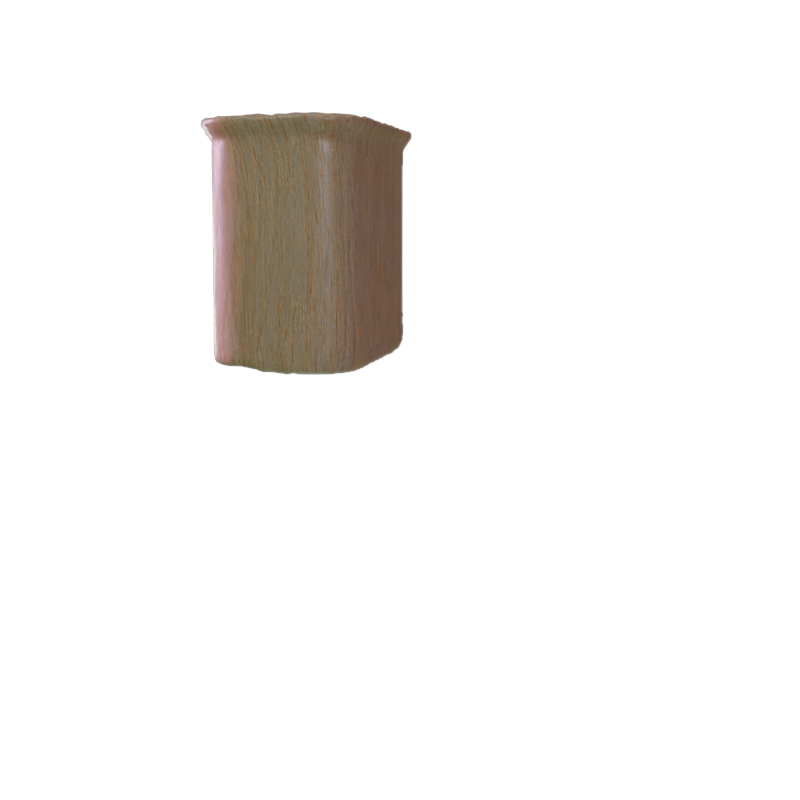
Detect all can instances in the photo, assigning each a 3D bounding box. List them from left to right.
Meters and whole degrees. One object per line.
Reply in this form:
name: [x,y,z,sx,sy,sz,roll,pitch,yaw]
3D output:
can: [-0.031,-0.057,0.400,0.059,0.083,0.101,1,6,14]
